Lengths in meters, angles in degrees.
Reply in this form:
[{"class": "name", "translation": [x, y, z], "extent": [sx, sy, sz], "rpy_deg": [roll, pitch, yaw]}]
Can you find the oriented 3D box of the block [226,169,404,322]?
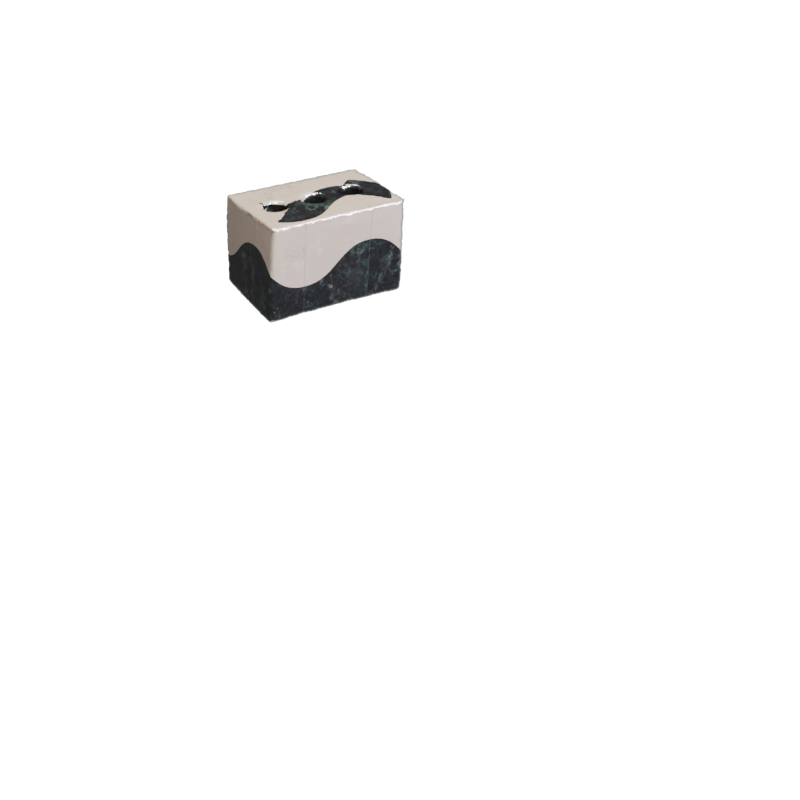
[{"class": "block", "translation": [-0.045, -0.082, 0.573], "extent": [0.077, 0.048, 0.057], "rpy_deg": [-17, 35, -27]}]
